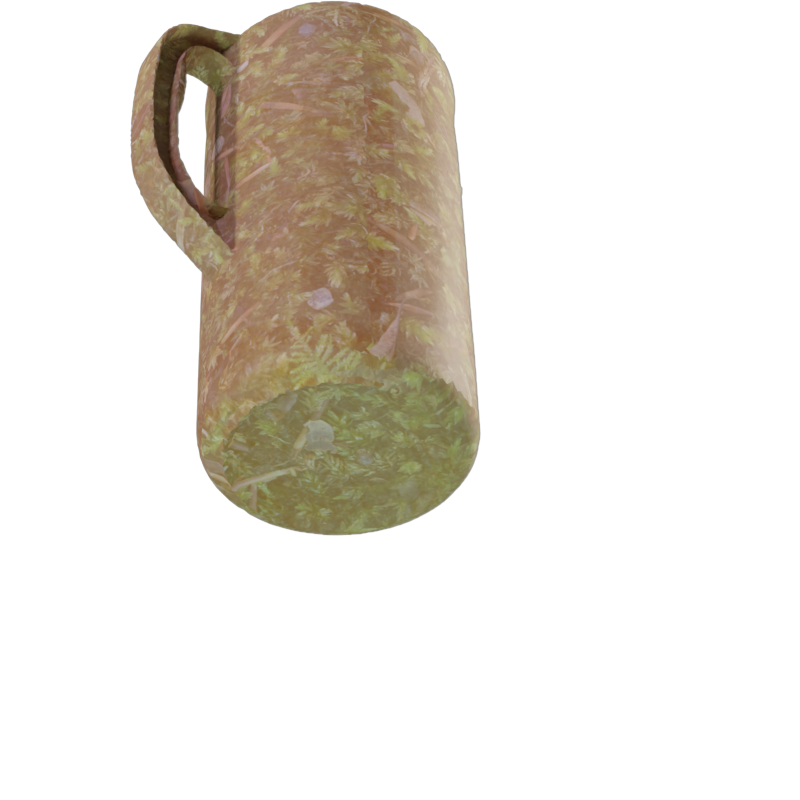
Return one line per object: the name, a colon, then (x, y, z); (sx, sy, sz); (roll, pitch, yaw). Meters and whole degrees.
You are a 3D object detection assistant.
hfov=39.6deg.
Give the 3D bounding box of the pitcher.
pitcher: (-0.039, -0.072, 0.501); (0.150, 0.134, 0.261); (-7, 44, 3)
